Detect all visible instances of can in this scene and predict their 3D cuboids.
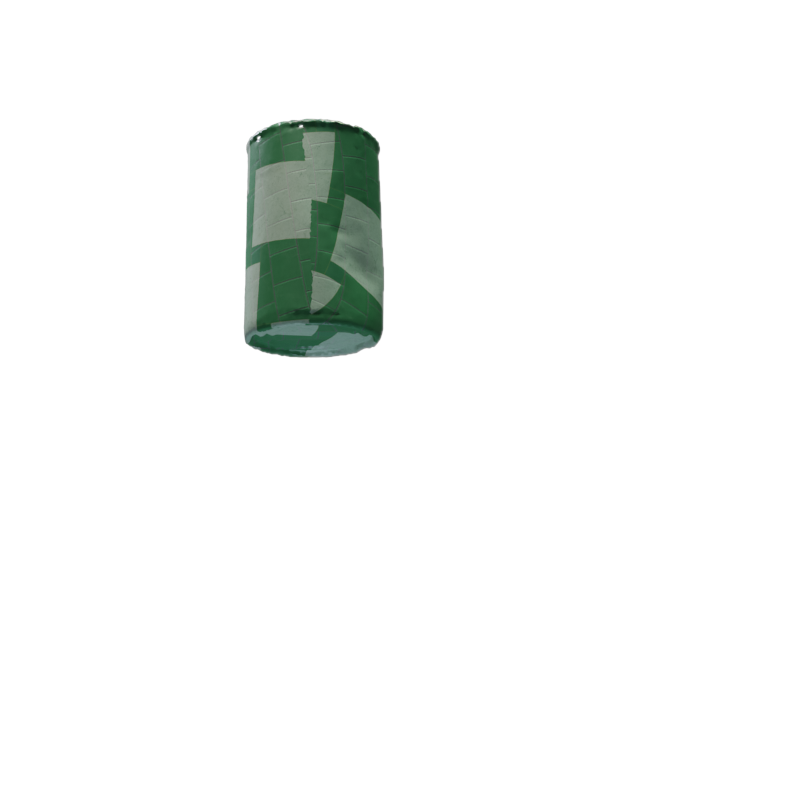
[{"bbox_3d":[-0.043,-0.078,0.547,0.068,0.107,0.066,0,-17,-2],"label":"can"}]
